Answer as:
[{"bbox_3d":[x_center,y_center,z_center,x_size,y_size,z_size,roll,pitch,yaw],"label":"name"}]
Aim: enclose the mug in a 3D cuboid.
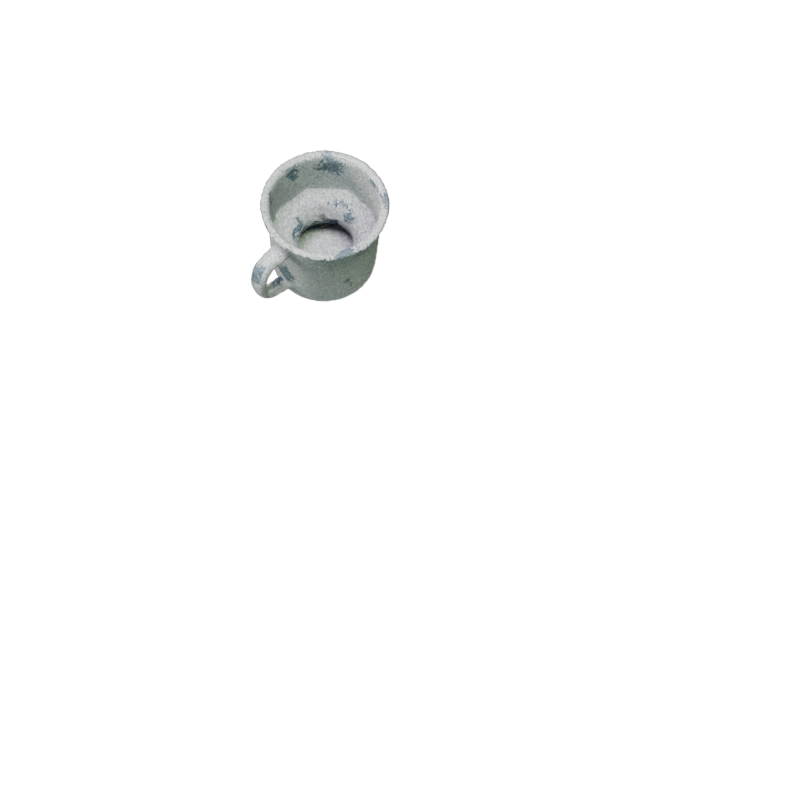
[{"bbox_3d":[-0.065,-0.118,0.826,0.097,0.119,0.077,39,-22,16],"label":"mug"}]
